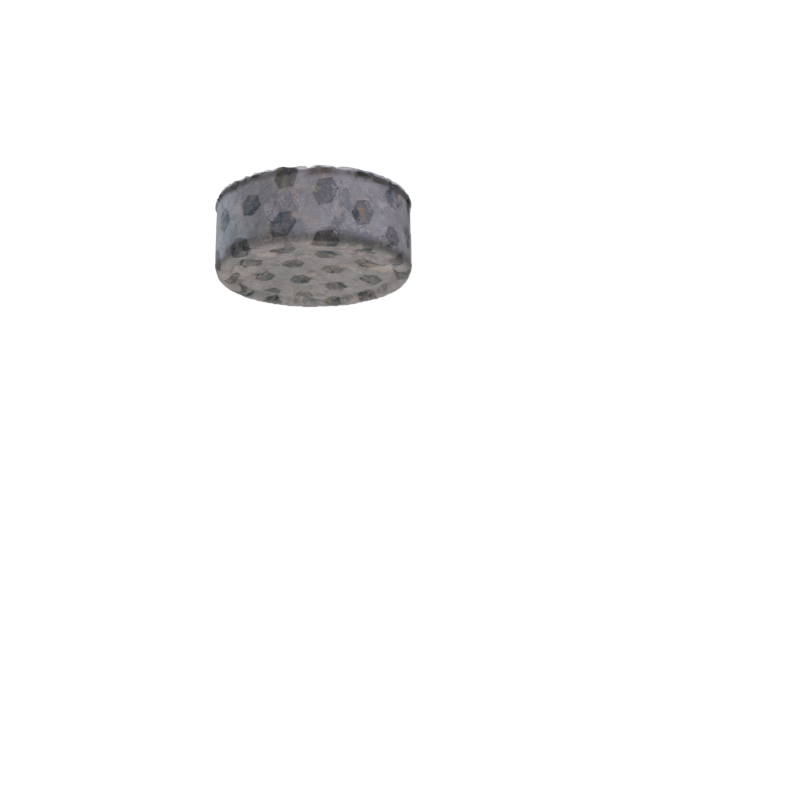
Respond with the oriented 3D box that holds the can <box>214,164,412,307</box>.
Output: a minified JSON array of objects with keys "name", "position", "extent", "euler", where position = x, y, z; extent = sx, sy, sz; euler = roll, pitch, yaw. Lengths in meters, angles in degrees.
[{"name":"can","position":[-0.038,-0.069,0.480],"extent":[0.086,0.035,0.082],"euler":[0,-15,-2]}]
